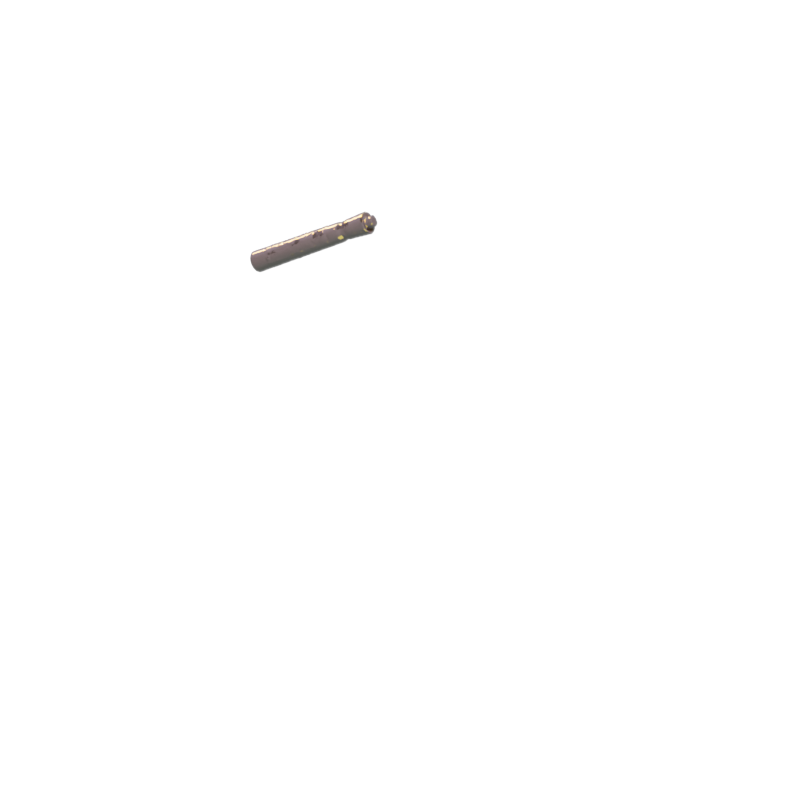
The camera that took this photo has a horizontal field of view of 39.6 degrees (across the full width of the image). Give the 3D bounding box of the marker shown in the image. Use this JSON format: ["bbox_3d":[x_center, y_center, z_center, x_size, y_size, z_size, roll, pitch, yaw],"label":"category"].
[{"bbox_3d":[-0.072,-0.131,0.917,0.123,0.020,0.019,-14,-4,31],"label":"marker"}]
